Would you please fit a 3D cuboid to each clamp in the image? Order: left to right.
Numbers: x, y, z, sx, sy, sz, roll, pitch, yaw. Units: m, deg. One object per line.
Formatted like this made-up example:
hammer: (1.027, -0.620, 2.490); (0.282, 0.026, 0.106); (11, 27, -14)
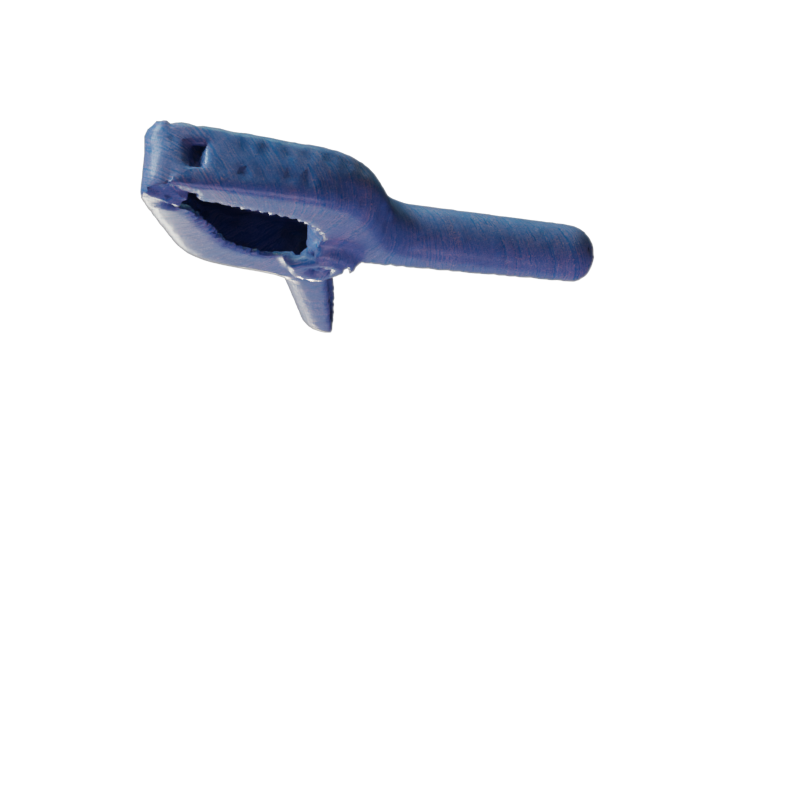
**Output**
clamp: (-0.039, -0.071, 0.494); (0.167, 0.038, 0.198); (-13, -19, 43)
